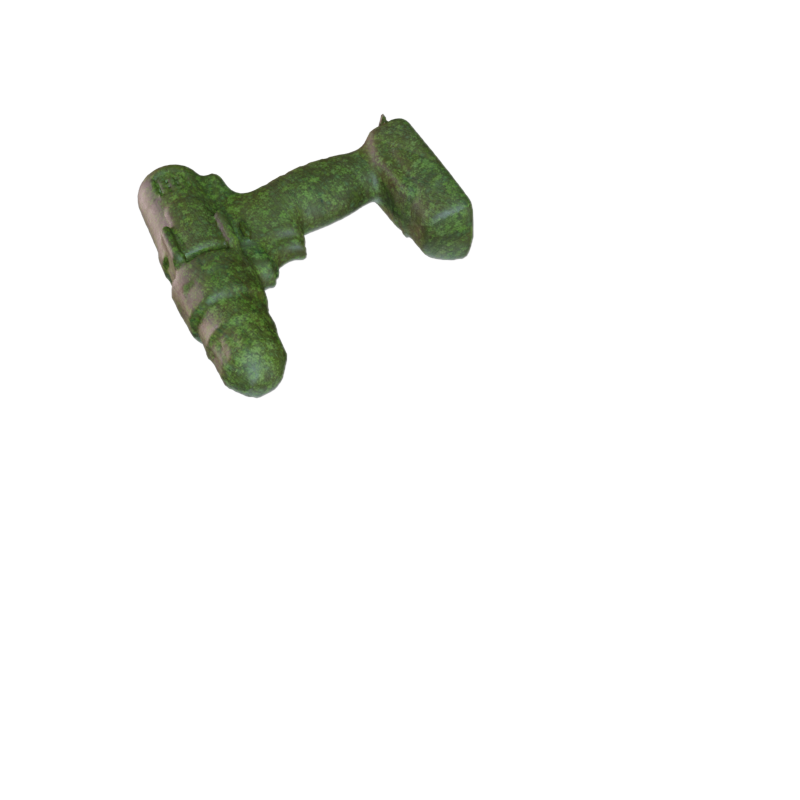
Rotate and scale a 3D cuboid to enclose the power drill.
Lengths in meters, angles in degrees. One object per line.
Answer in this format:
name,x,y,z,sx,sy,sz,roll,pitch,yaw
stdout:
power drill,-0.053,-0.097,0.682,0.186,0.199,0.053,-19,-38,-16
